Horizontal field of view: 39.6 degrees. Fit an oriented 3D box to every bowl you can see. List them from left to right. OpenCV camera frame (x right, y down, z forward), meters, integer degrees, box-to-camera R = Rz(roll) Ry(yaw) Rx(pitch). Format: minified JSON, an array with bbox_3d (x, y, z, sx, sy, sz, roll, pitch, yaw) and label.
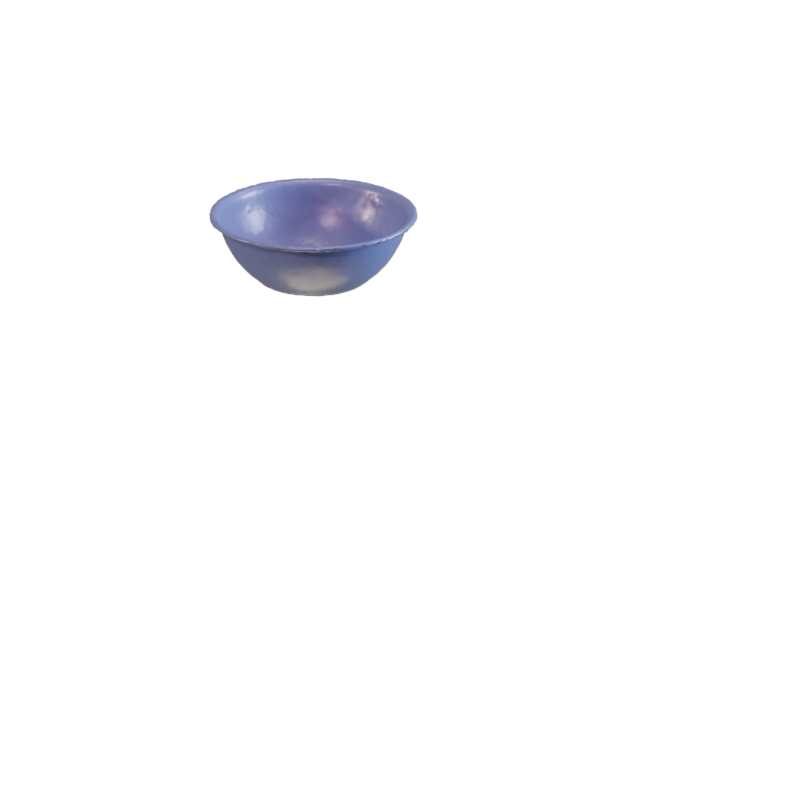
[{"bbox_3d":[-0.068,-0.124,0.872,0.162,0.052,0.171,-1,28,-2],"label":"bowl"}]
